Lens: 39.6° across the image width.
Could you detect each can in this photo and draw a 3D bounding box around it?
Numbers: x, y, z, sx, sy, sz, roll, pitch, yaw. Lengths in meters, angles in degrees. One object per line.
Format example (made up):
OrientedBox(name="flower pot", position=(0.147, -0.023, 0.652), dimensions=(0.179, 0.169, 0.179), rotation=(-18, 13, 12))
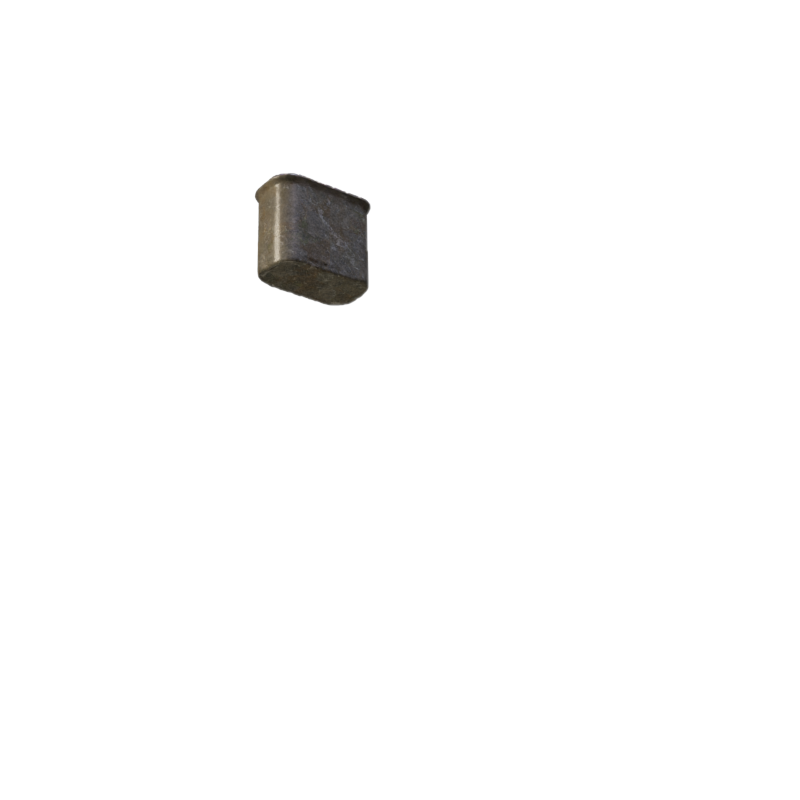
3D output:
OrientedBox(name="can", position=(-0.075, -0.136, 0.951), dimensions=(0.097, 0.089, 0.057), rotation=(16, -31, -33))
